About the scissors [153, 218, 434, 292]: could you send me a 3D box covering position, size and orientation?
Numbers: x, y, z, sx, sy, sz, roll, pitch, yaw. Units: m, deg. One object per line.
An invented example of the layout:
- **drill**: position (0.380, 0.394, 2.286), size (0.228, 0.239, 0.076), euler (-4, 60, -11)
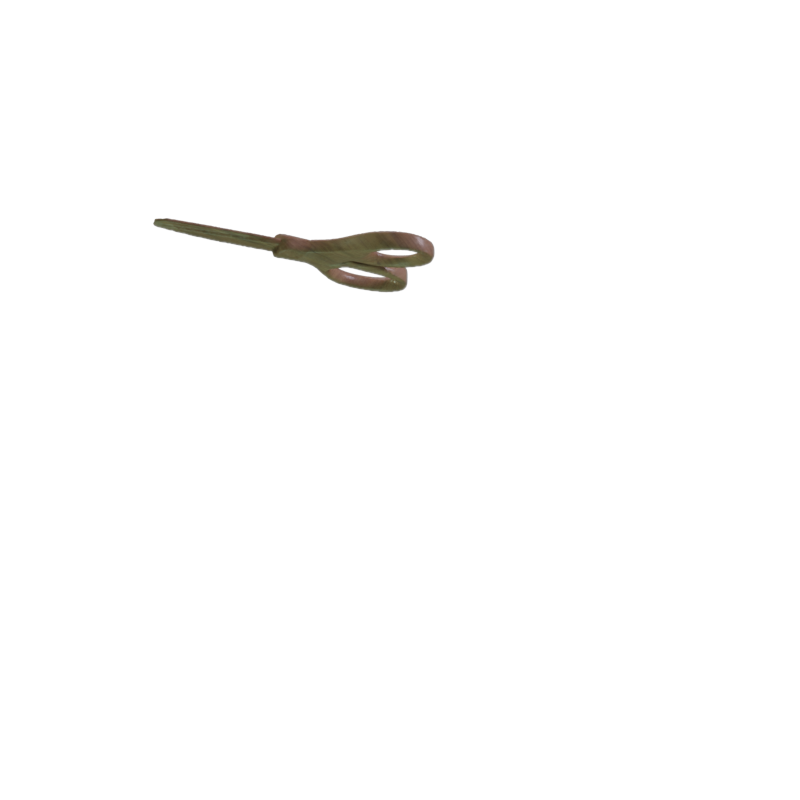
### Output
- **scissors**: position (-0.060, -0.109, 0.764), size (0.190, 0.016, 0.097), euler (14, -22, -40)
